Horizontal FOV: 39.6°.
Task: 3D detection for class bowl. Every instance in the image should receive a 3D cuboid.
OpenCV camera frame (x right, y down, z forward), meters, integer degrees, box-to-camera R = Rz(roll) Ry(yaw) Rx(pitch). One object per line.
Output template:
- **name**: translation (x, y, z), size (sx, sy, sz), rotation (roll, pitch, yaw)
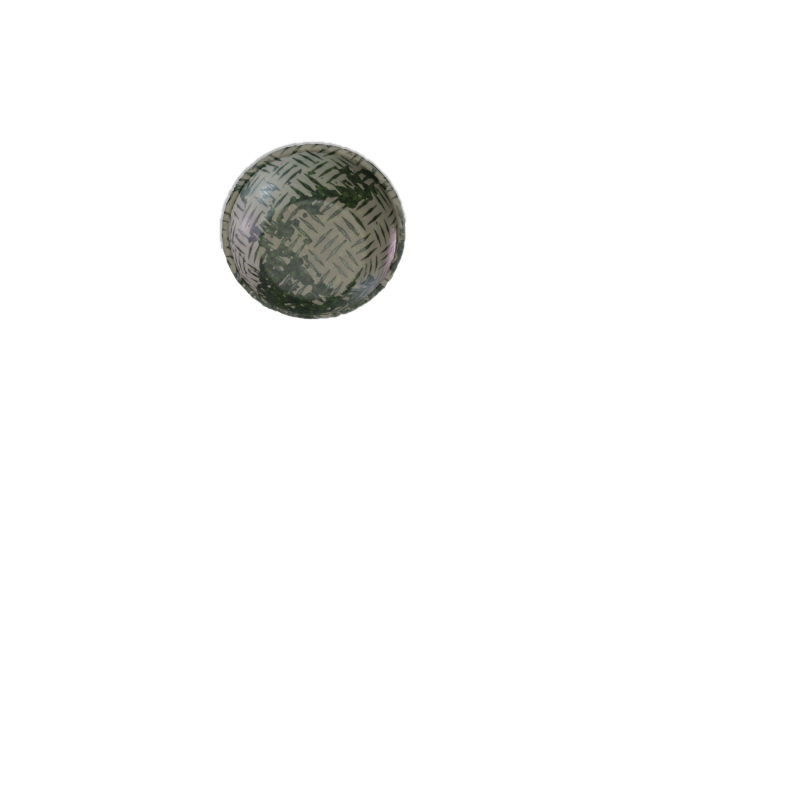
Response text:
- **bowl**: translation (-0.074, -0.135, 0.945), size (0.162, 0.155, 0.057), rotation (0, 19, -1)
